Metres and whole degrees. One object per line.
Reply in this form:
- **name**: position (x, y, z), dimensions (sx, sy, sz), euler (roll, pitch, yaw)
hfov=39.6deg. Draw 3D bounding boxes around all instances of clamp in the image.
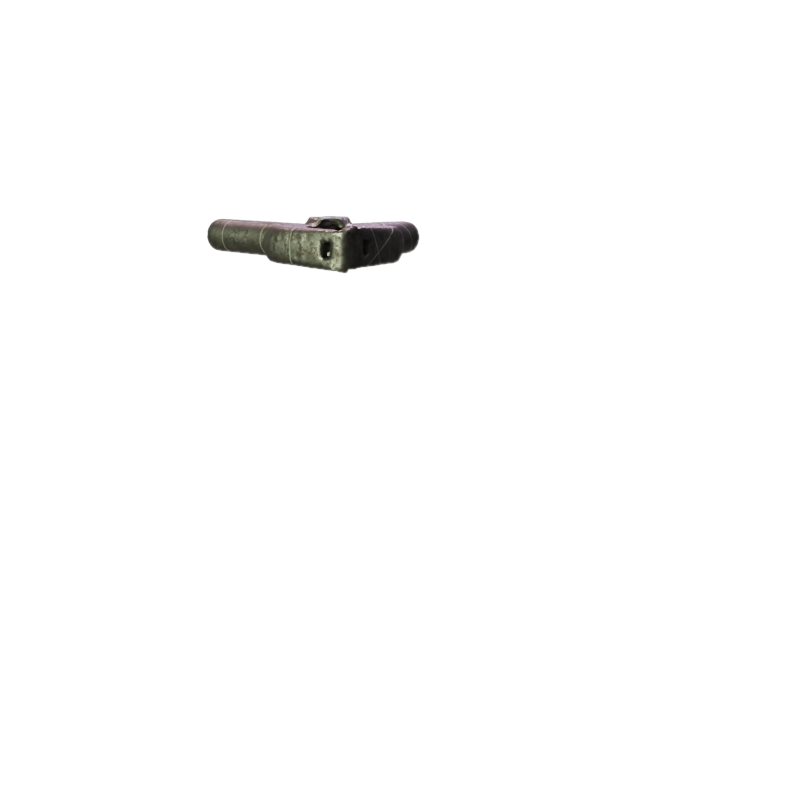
- **clamp**: position (-0.061, -0.111, 0.781), dimensions (0.164, 0.036, 0.214), euler (0, 11, -2)
